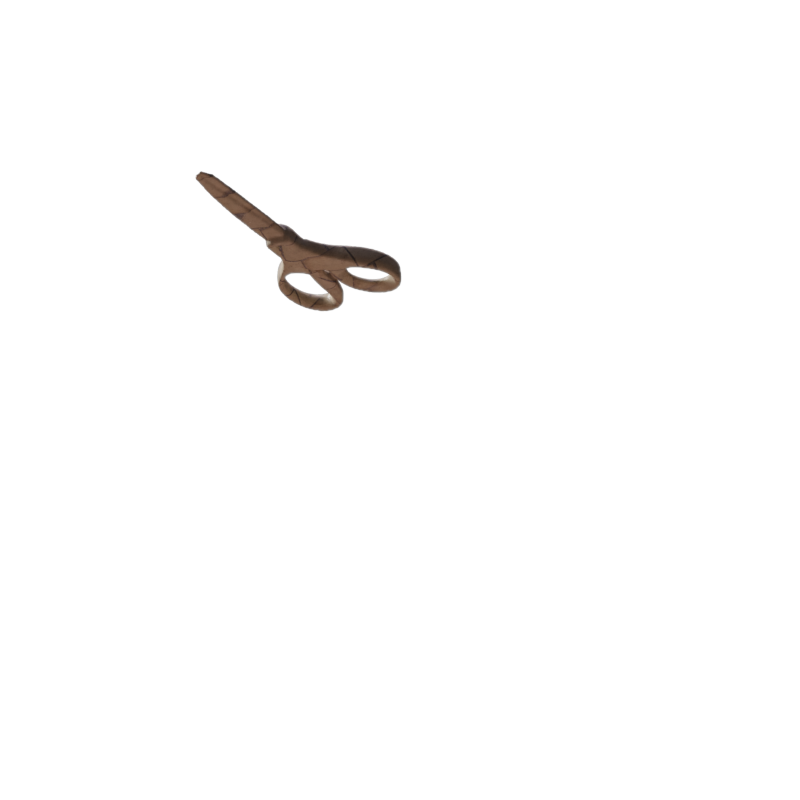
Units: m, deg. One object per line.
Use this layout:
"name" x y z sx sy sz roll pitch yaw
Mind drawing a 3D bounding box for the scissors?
"scissors" -0.057 -0.103 0.722 0.097 0.017 0.189 -3 -20 9
